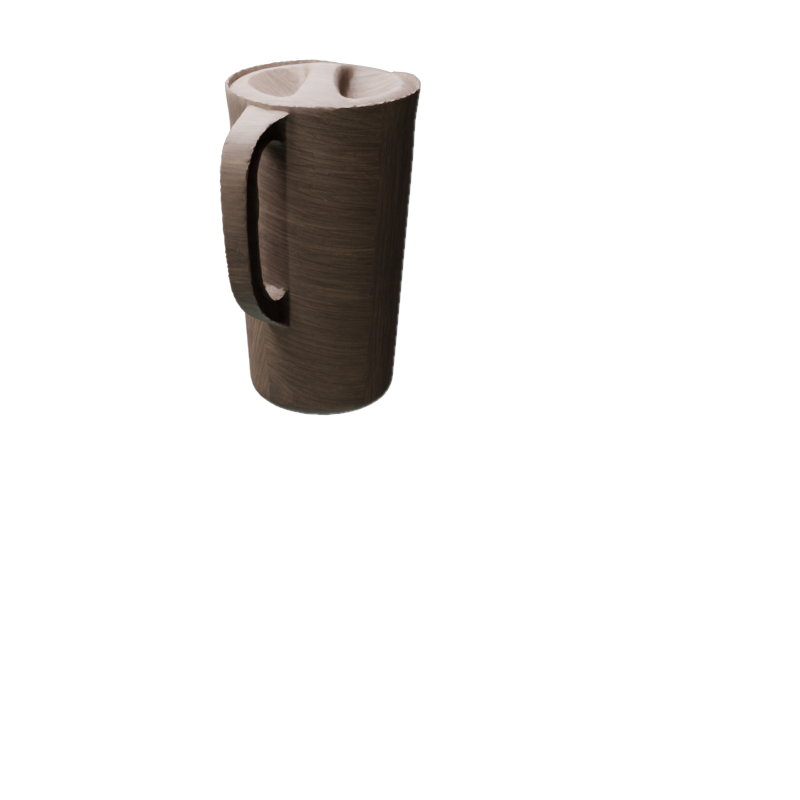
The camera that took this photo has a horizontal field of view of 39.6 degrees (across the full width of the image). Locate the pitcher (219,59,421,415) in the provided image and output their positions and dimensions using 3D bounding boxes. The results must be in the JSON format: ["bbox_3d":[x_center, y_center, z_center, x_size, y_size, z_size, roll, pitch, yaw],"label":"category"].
[{"bbox_3d":[-0.062,-0.113,0.788,0.147,0.231,0.155,-6,25,-15],"label":"pitcher"}]
